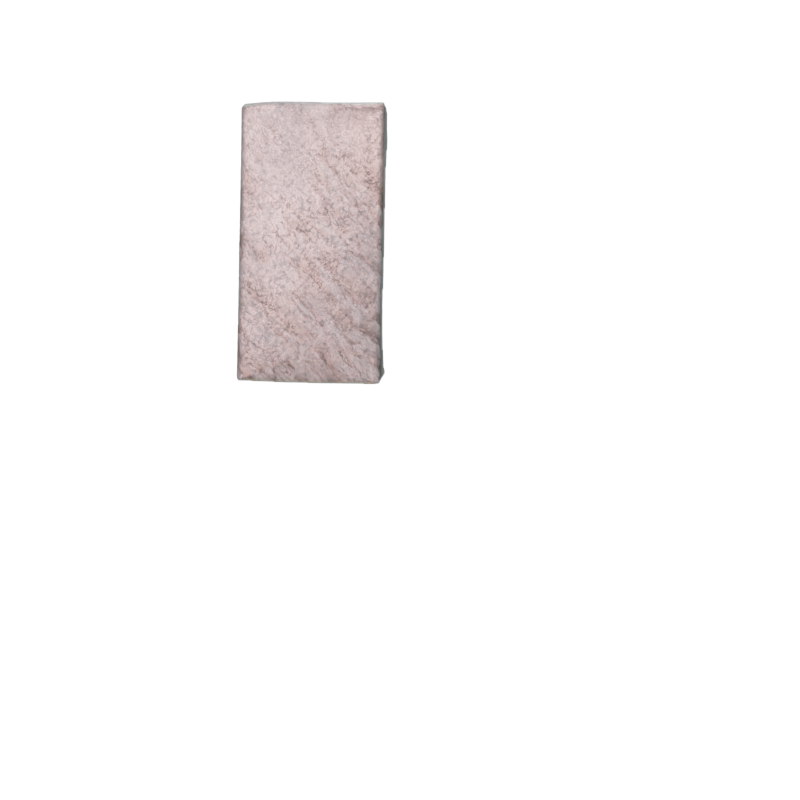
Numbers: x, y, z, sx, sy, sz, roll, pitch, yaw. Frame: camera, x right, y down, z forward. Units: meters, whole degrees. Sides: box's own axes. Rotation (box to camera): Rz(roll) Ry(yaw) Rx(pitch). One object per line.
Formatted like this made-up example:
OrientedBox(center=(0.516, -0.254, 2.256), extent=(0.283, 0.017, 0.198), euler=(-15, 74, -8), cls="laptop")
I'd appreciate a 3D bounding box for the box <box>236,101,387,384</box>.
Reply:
OrientedBox(center=(-0.056, -0.101, 0.708), extent=(0.094, 0.175, 0.048), euler=(0, 2, 5), cls="box")
